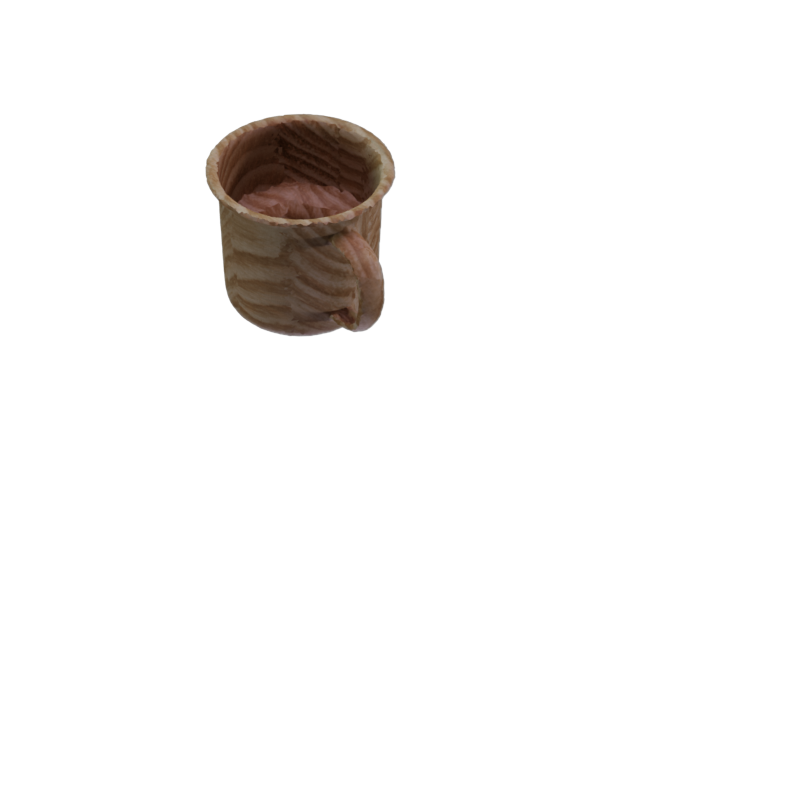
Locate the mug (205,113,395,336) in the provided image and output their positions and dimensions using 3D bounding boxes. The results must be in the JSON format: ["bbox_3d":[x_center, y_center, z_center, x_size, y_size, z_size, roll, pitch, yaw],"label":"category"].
[{"bbox_3d":[-0.044,-0.080,0.560,0.093,0.076,0.126,-25,49,-25],"label":"mug"}]
